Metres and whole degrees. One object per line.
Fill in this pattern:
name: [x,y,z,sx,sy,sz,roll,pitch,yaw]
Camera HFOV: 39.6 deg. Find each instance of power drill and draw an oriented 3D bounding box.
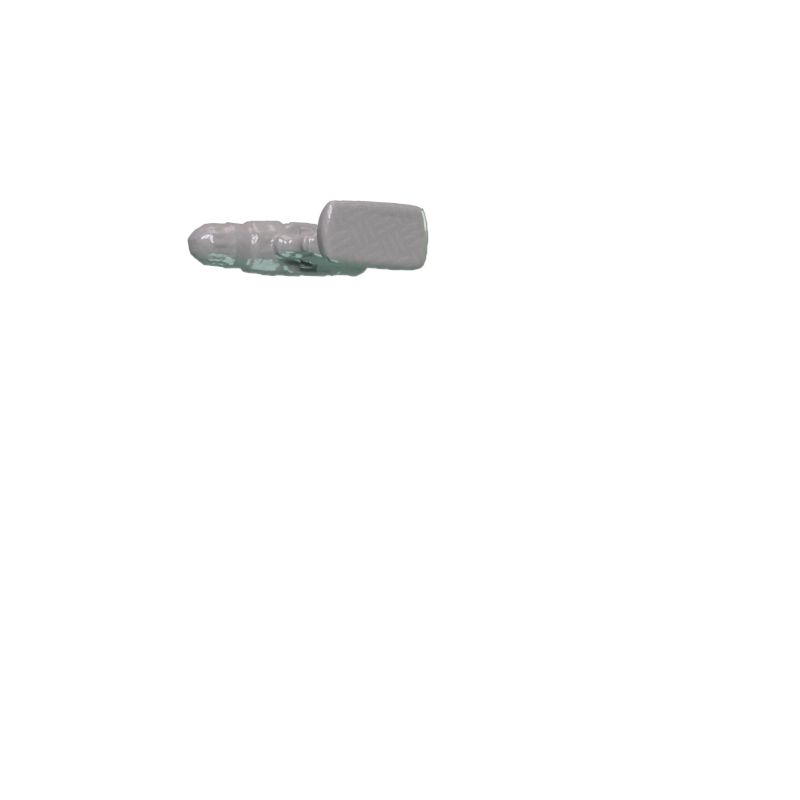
power drill: [-0.078,-0.142,0.994,0.178,0.057,0.194,-2,4,-29]
